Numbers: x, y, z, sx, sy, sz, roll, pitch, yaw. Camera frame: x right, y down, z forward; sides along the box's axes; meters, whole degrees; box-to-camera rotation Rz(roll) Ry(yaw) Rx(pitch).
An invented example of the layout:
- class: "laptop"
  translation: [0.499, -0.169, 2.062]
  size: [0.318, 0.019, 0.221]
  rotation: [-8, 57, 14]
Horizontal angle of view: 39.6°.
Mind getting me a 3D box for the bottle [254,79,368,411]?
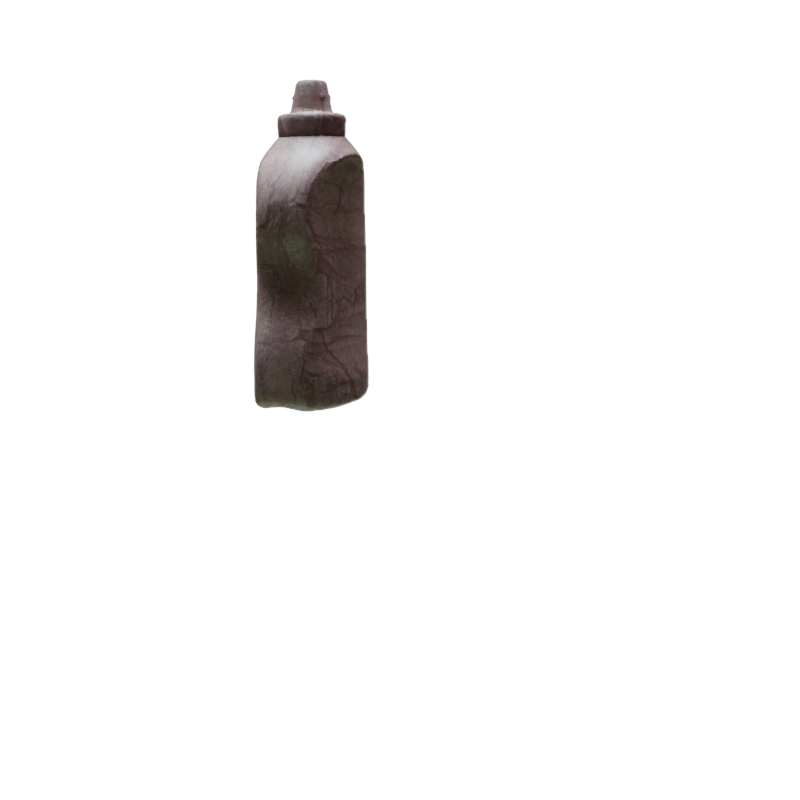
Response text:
- class: "bottle"
  translation: [-0.052, -0.095, 0.664]
  size: [0.060, 0.191, 0.094]
  rotation: [1, 3, 25]
